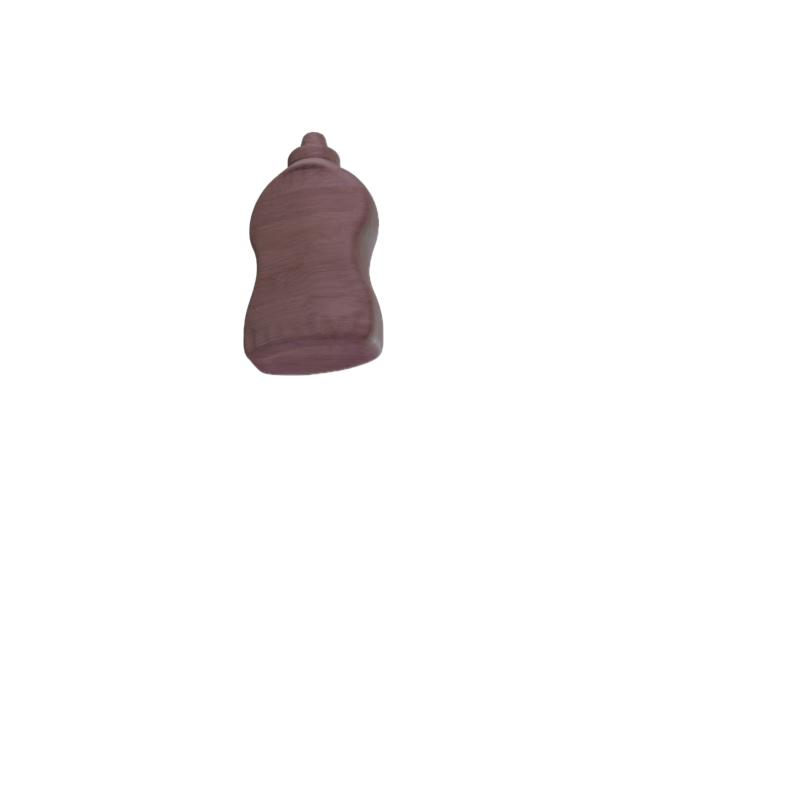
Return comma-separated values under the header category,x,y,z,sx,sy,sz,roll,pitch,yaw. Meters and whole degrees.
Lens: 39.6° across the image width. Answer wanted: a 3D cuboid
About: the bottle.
category,x,y,z,sx,sy,sz,roll,pitch,yaw
bottle,-0.064,-0.116,0.815,0.097,0.204,0.054,-10,-30,15
